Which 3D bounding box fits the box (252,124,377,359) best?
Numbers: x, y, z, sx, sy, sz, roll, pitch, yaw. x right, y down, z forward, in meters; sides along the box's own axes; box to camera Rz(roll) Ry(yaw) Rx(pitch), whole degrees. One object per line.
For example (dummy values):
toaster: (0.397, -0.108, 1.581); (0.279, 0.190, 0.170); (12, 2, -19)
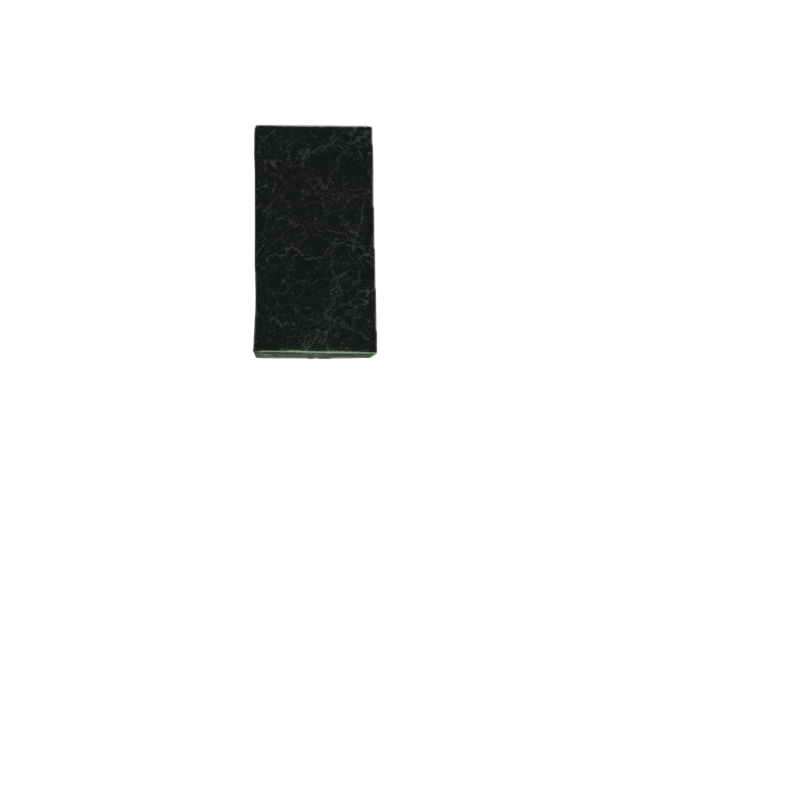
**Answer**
box: (-0.066, -0.121, 0.850); (0.093, 0.181, 0.047); (0, -12, -5)
